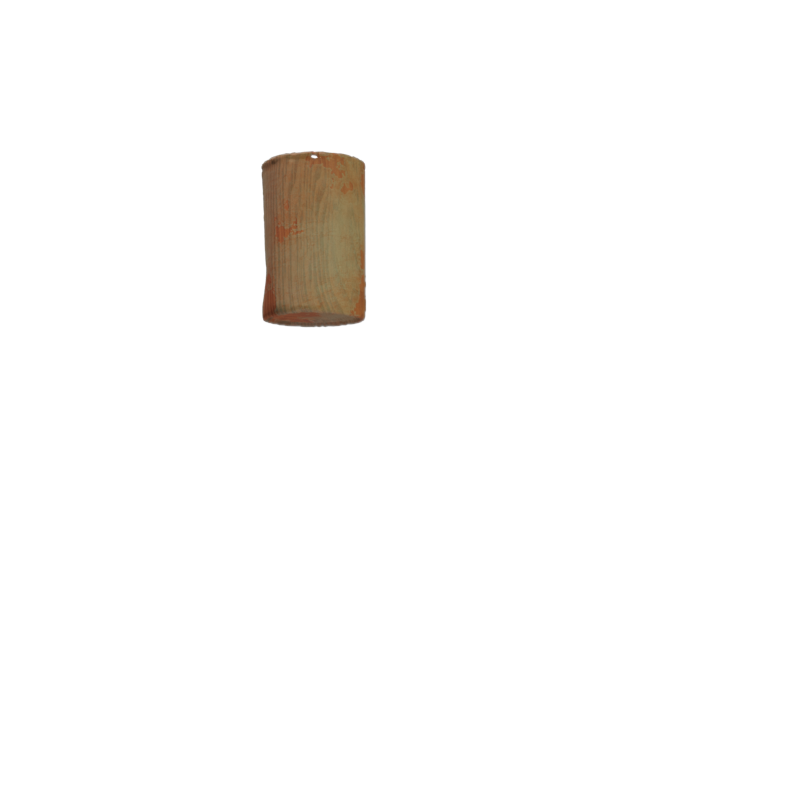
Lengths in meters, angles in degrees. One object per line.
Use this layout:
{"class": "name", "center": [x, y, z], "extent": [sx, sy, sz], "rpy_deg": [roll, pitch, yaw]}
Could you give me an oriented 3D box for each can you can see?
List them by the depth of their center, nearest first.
{"class": "can", "center": [-0.056, -0.102, 0.712], "extent": [0.068, 0.105, 0.067], "rpy_deg": [0, -10, -2]}
